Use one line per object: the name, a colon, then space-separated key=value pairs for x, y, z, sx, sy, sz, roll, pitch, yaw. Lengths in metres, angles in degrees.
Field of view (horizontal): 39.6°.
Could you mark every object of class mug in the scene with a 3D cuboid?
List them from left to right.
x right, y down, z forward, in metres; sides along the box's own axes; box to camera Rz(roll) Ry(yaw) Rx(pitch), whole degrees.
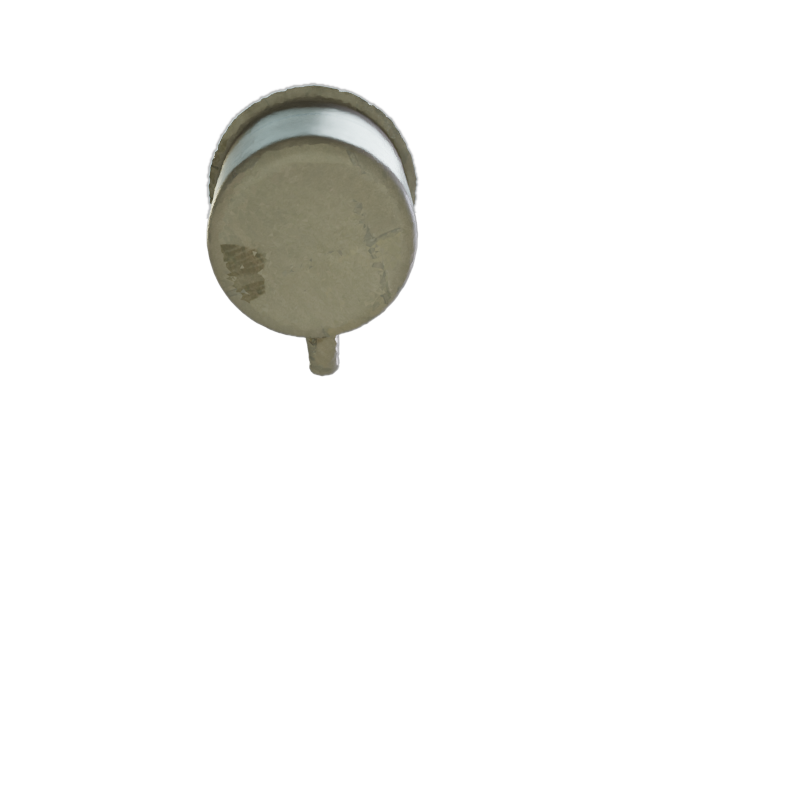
mug: x=-0.036 y=-0.066 z=0.461 sx=0.093 sy=0.112 sz=0.085 roll=-1 pitch=21 yaw=-1
